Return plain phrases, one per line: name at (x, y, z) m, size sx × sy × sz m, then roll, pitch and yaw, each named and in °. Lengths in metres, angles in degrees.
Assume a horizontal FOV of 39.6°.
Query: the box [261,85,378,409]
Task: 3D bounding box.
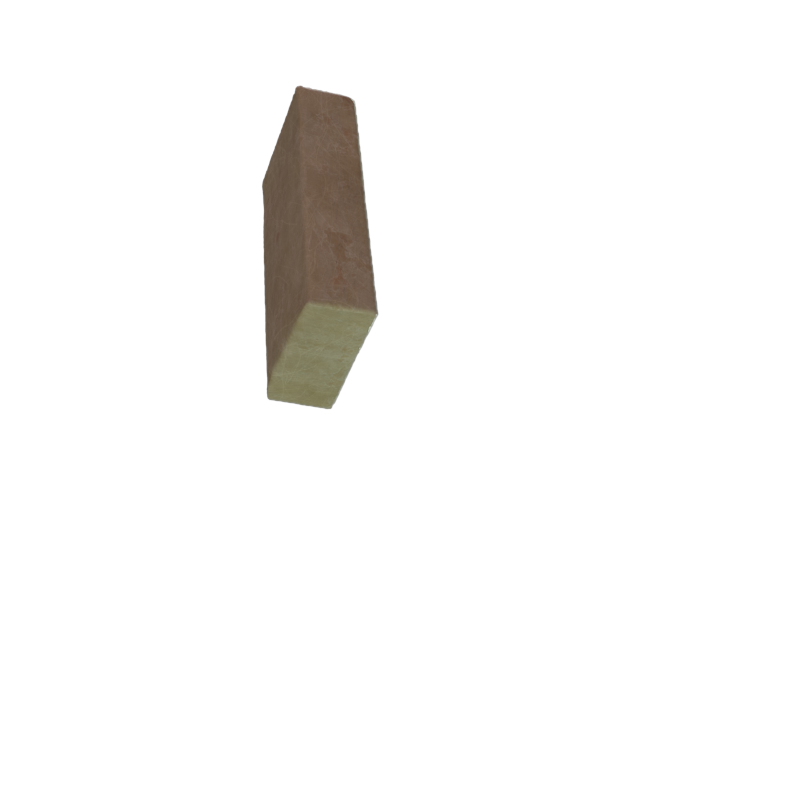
box at (-0.051, -0.094, 0.658) m, size 0.047 × 0.189 × 0.089 m, roll 10°, pitch -41°, yaw -16°
